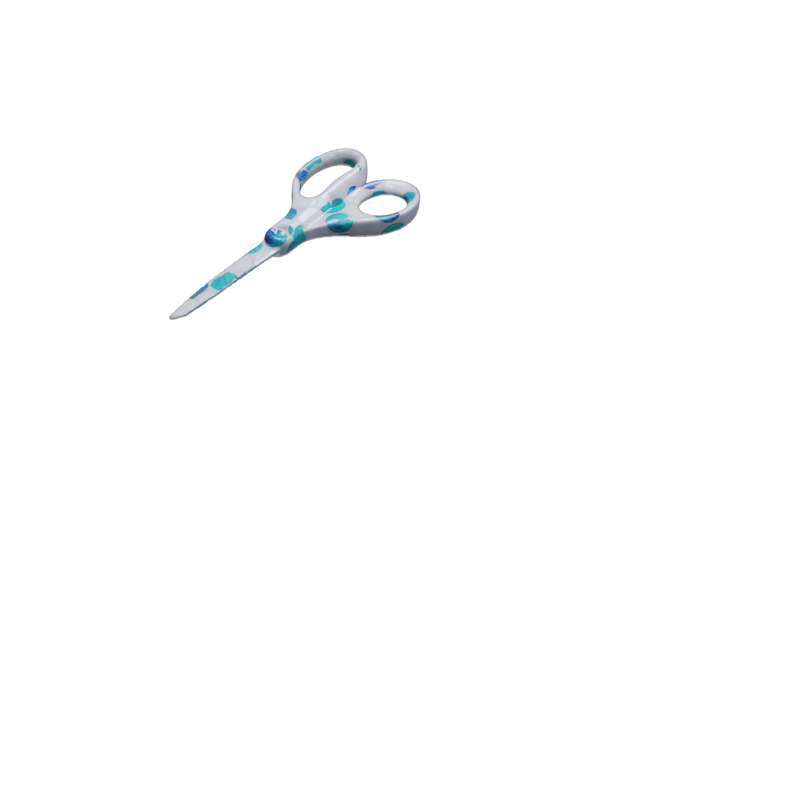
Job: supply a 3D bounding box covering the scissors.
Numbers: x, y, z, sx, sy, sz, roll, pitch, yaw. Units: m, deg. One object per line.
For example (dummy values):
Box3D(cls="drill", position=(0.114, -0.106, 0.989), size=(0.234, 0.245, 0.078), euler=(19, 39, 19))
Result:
Box3D(cls="scissors", position=(-0.055, -0.100, 0.699), size=(0.099, 0.015, 0.210), euler=(14, 45, 15))
